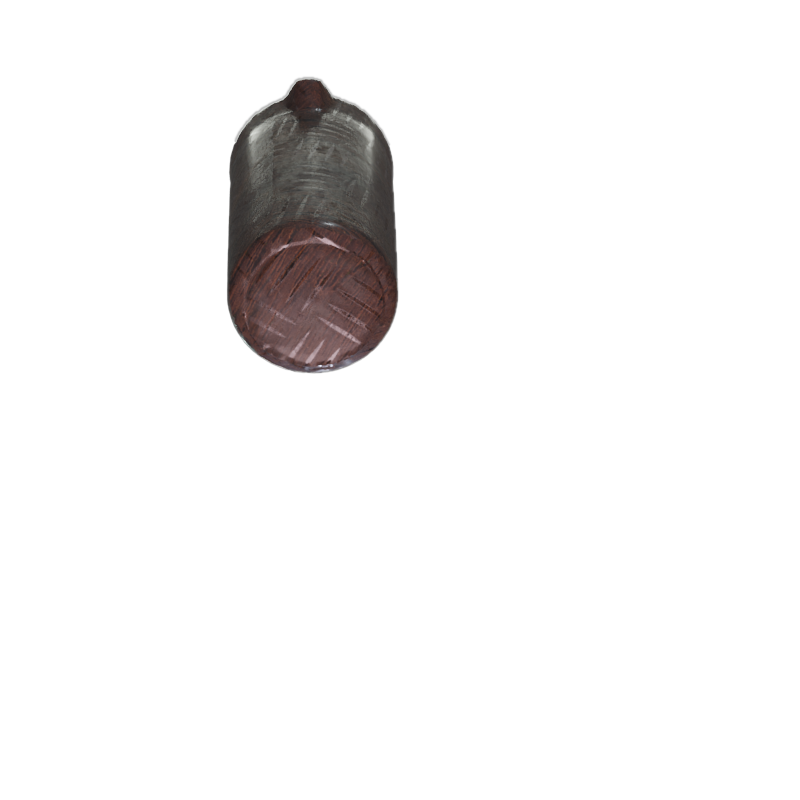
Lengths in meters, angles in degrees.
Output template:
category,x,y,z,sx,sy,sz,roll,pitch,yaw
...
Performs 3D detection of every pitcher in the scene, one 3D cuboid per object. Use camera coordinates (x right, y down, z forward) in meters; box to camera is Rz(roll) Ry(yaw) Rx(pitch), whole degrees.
category,x,y,z,sx,sy,sz,roll,pitch,yaw
pitcher,-0.063,-0.114,0.800,0.142,0.143,0.258,41,20,-23
